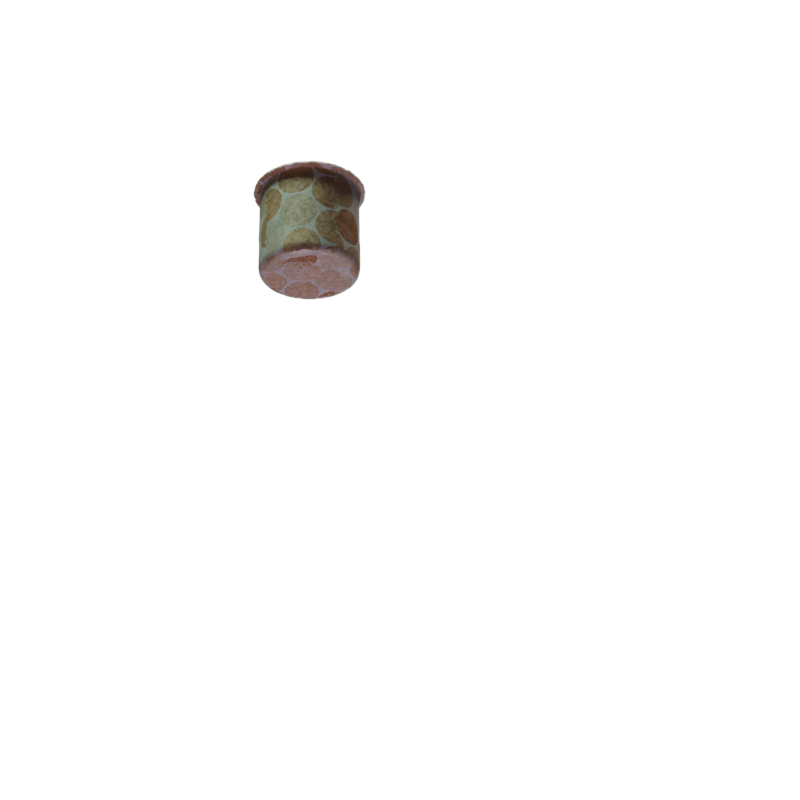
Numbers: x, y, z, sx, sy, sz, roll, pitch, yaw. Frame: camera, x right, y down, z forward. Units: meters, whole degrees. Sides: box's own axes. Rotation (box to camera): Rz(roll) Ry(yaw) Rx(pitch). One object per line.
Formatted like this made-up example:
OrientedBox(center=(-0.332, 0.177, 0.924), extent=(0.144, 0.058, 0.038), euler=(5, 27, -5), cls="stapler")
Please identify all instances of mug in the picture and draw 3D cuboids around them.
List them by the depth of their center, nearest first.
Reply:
OrientedBox(center=(-0.071, -0.130, 0.913), extent=(0.094, 0.087, 0.109), euler=(-7, -28, 11), cls="mug")
